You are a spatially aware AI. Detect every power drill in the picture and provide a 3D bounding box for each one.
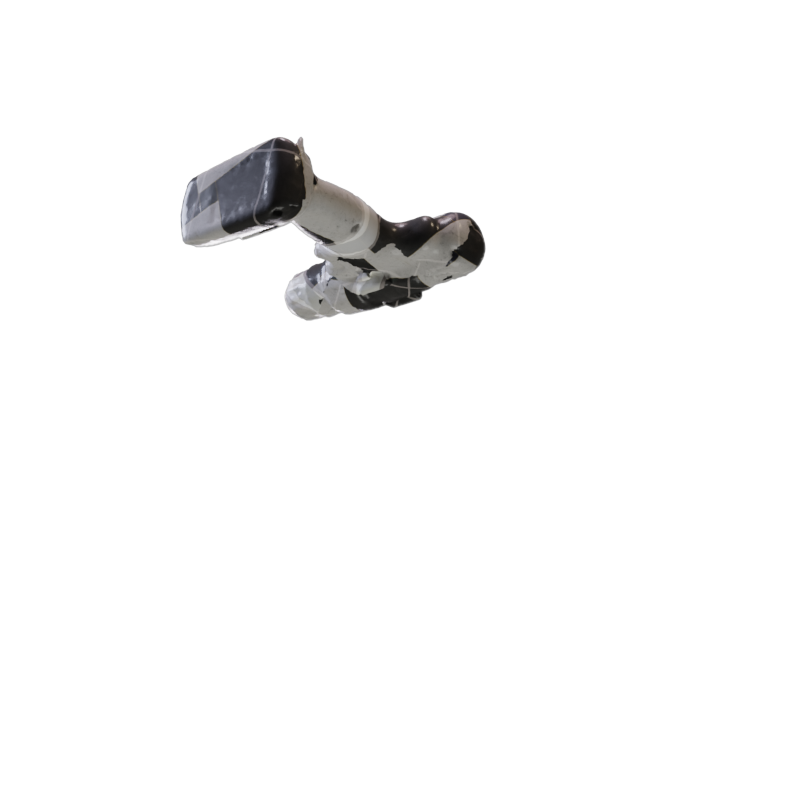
[{"bbox_3d":[-0.062,-0.113,0.791,0.187,0.060,0.176,-17,-25,40],"label":"power drill"}]
